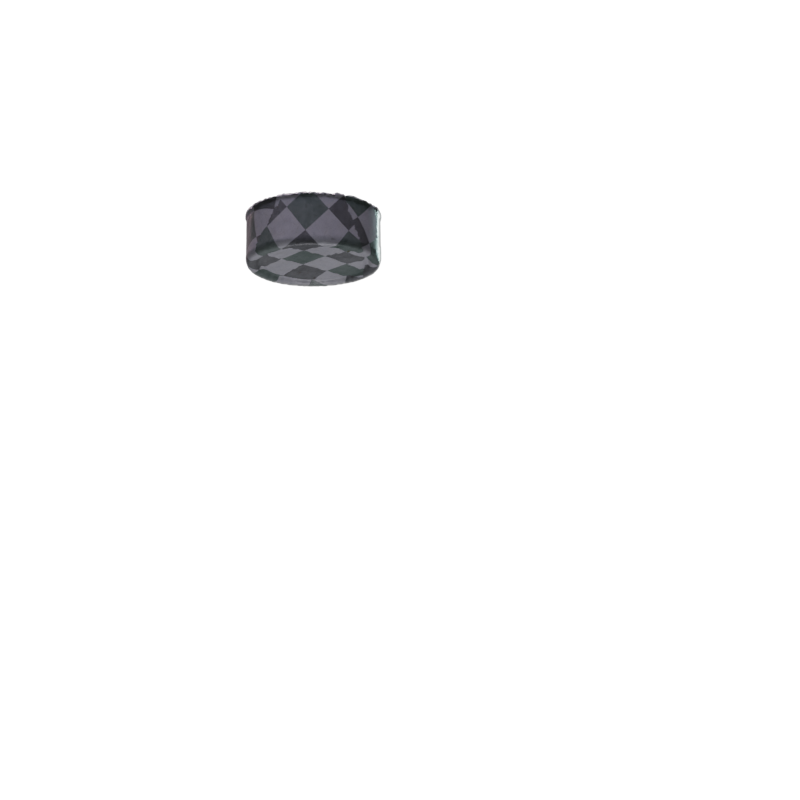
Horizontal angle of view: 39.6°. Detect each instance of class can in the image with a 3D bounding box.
[{"bbox_3d":[-0.054,-0.099,0.694,0.086,0.035,0.083,0,-14,-2],"label":"can"}]
